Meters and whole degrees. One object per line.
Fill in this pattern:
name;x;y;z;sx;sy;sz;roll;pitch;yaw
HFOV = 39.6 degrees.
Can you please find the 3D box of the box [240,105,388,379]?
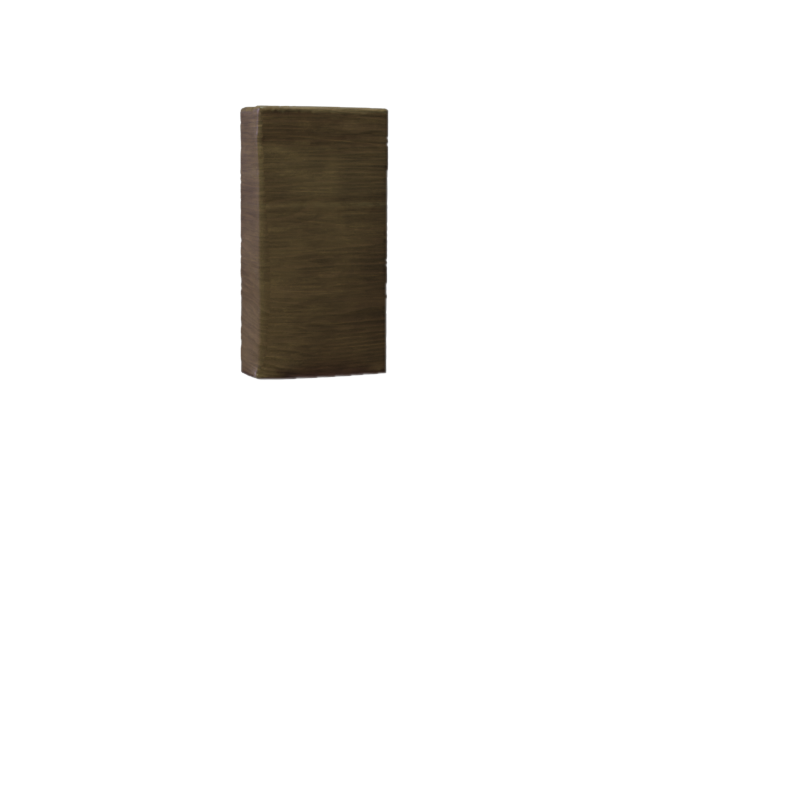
box;-0.057;-0.104;0.730;0.091;0.175;0.050;-2;3;-24
